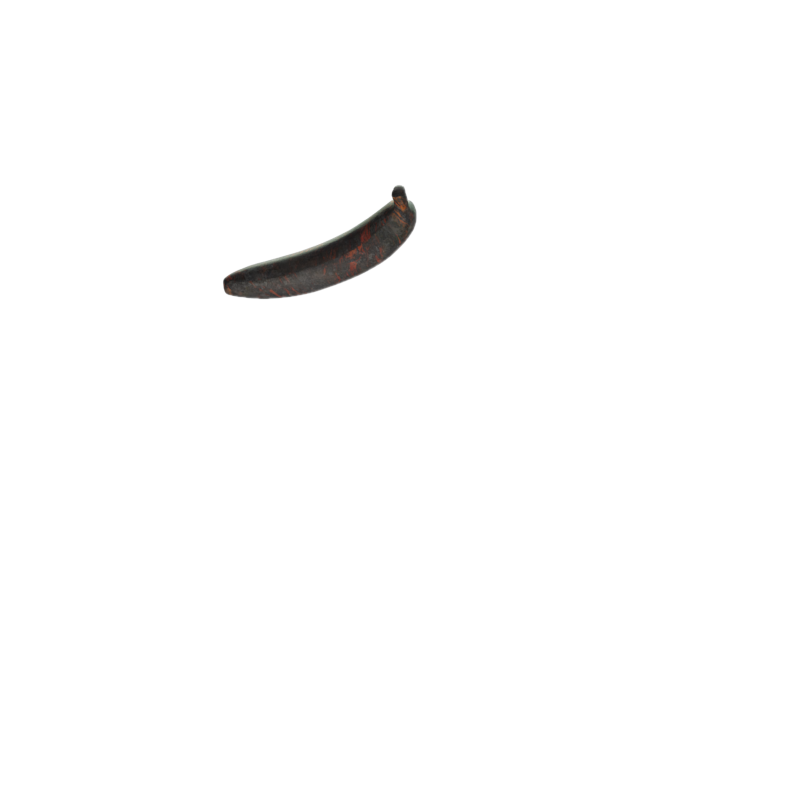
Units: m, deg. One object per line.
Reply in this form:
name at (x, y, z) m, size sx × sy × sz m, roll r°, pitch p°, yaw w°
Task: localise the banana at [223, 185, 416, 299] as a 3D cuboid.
banana at (-0.056, -0.124, 0.916) m, size 0.198 × 0.039 × 0.065 m, roll -25°, pitch -41°, yaw 31°
